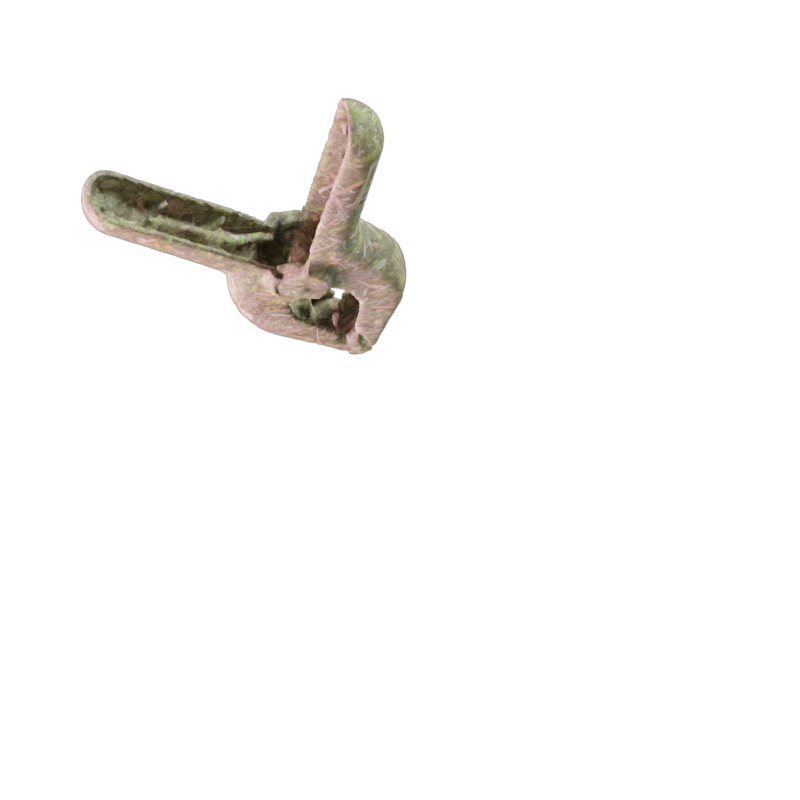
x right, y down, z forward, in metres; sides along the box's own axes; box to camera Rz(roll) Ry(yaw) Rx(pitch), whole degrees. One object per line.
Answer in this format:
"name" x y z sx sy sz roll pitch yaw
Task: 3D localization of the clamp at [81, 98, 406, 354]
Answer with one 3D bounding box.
"clamp" -0.036 -0.067 0.466 0.122 0.041 0.160 -10 -22 26
